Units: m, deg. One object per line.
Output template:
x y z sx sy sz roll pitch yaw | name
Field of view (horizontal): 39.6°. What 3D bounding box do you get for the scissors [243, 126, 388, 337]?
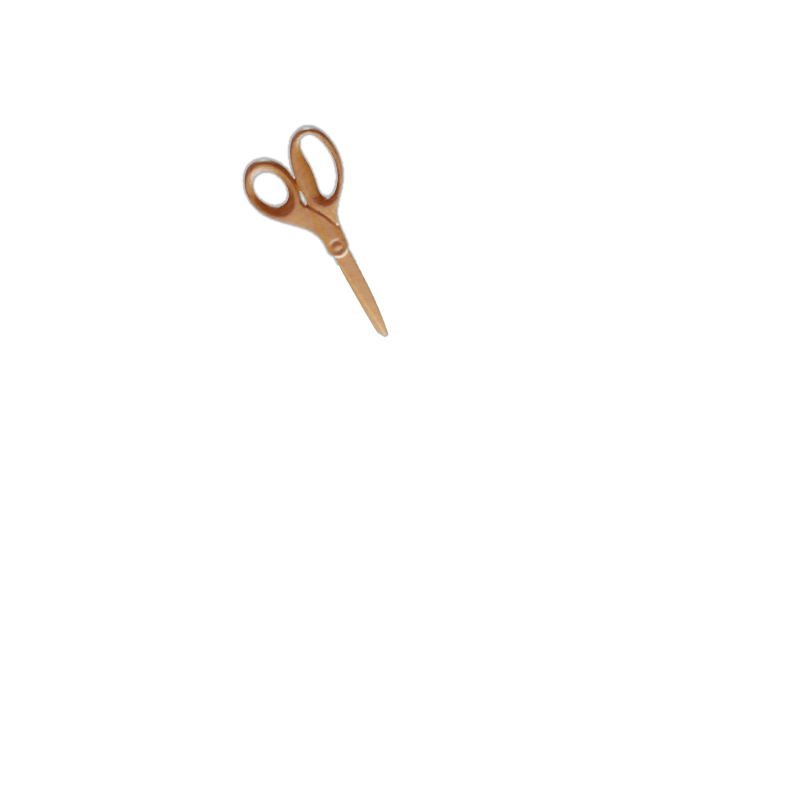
-0.076 -0.139 0.976 0.096 0.194 0.016 -11 16 3 | scissors
